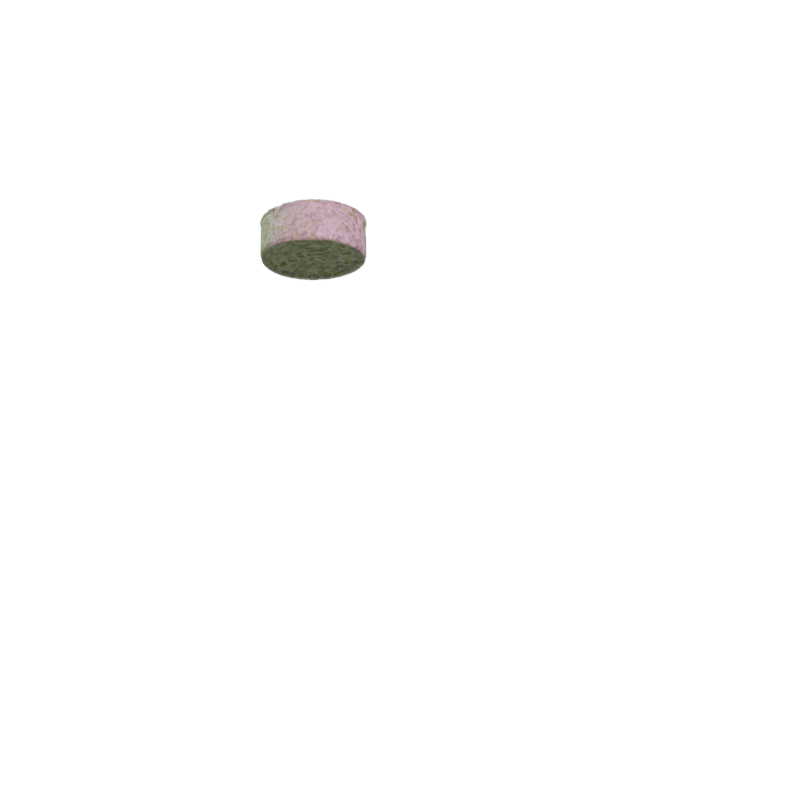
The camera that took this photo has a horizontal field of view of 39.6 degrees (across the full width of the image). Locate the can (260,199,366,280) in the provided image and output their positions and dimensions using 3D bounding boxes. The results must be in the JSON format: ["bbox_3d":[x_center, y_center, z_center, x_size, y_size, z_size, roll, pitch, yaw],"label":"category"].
[{"bbox_3d":[-0.069,-0.127,0.888,0.086,0.035,0.082,0,-19,-2],"label":"can"}]
